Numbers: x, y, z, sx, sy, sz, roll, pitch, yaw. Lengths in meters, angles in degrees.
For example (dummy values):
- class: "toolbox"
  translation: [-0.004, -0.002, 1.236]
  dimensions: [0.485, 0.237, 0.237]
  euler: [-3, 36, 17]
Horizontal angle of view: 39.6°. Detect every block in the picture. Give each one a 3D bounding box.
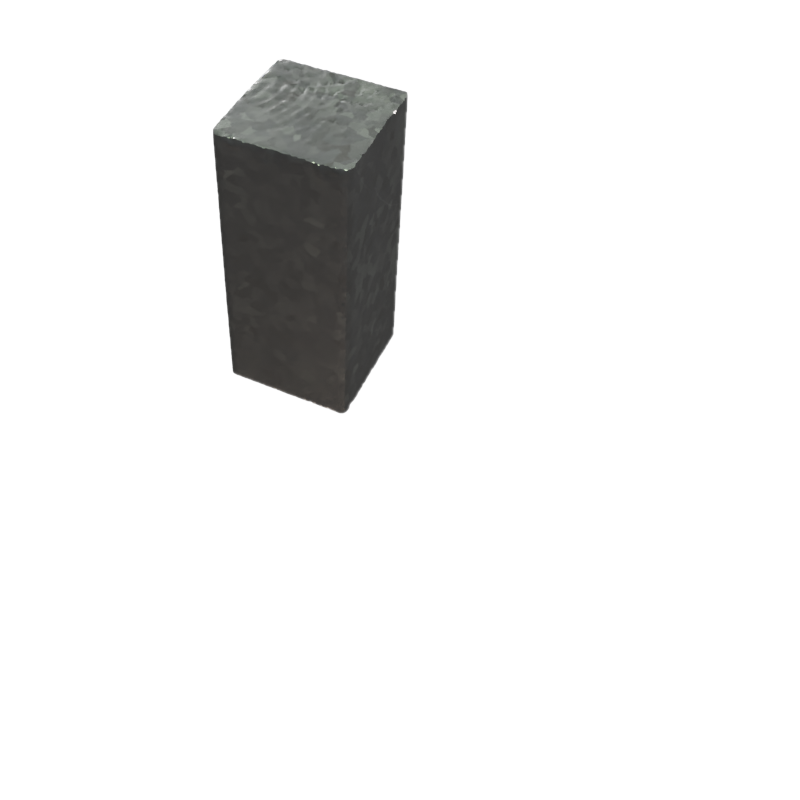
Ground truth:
- class: "block"
  translation: [-0.057, -0.102, 0.716]
  dimensions: [0.094, 0.192, 0.093]
  euler: [19, 48, 15]
